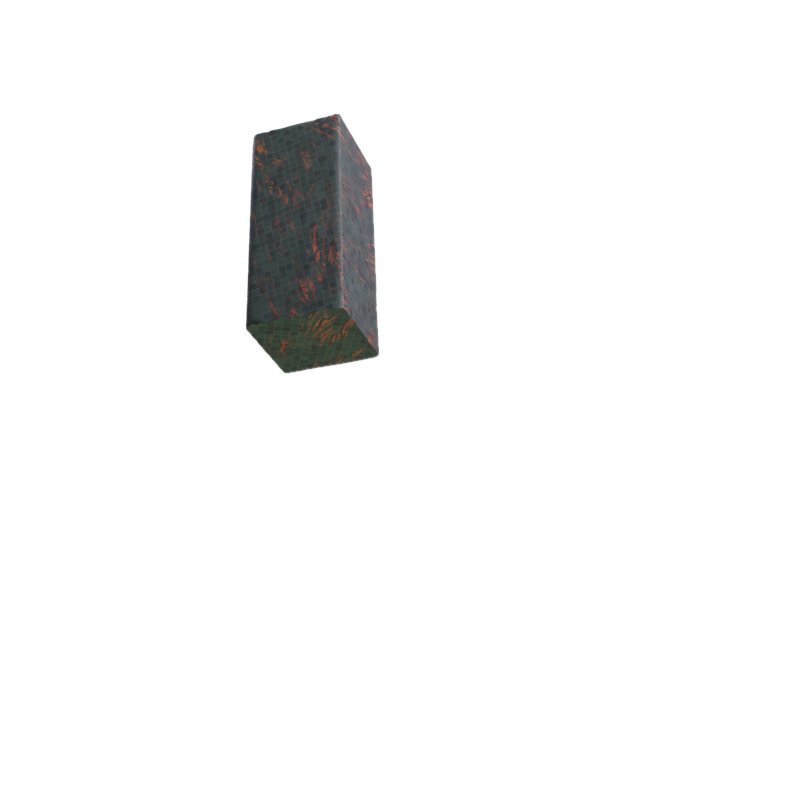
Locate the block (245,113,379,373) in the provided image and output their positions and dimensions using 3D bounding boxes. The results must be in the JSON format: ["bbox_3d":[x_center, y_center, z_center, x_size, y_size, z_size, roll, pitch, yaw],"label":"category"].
[{"bbox_3d":[-0.078,-0.141,0.988,0.091,0.220,0.084,-12,-33,15],"label":"block"}]
